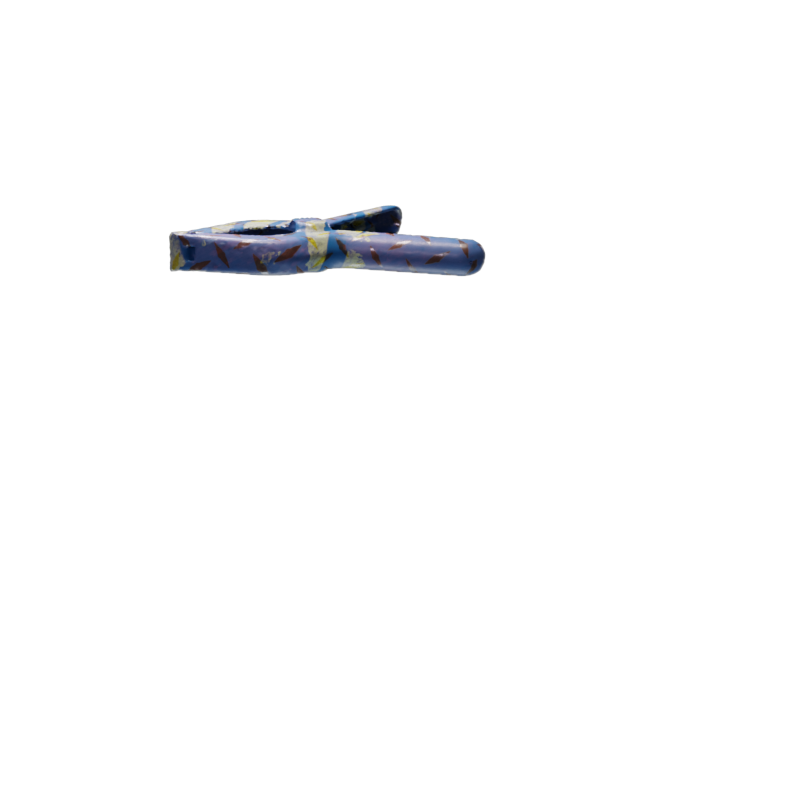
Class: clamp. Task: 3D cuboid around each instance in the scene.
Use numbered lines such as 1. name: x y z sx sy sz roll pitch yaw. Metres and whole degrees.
1. clamp: -0.063 -0.115 0.806 0.207 0.035 0.172 -4 18 -12
